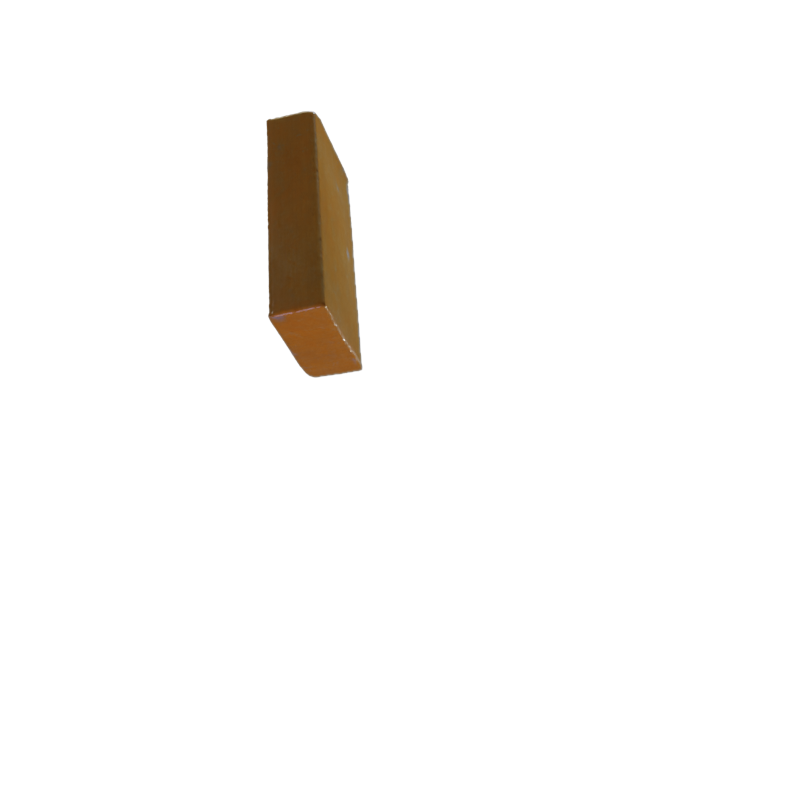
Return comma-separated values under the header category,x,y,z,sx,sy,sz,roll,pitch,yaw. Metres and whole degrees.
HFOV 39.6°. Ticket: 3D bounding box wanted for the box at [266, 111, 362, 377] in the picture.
category,x,y,z,sx,sy,sz,roll,pitch,yaw
box,-0.062,-0.115,0.801,0.048,0.188,0.086,-10,-33,12
